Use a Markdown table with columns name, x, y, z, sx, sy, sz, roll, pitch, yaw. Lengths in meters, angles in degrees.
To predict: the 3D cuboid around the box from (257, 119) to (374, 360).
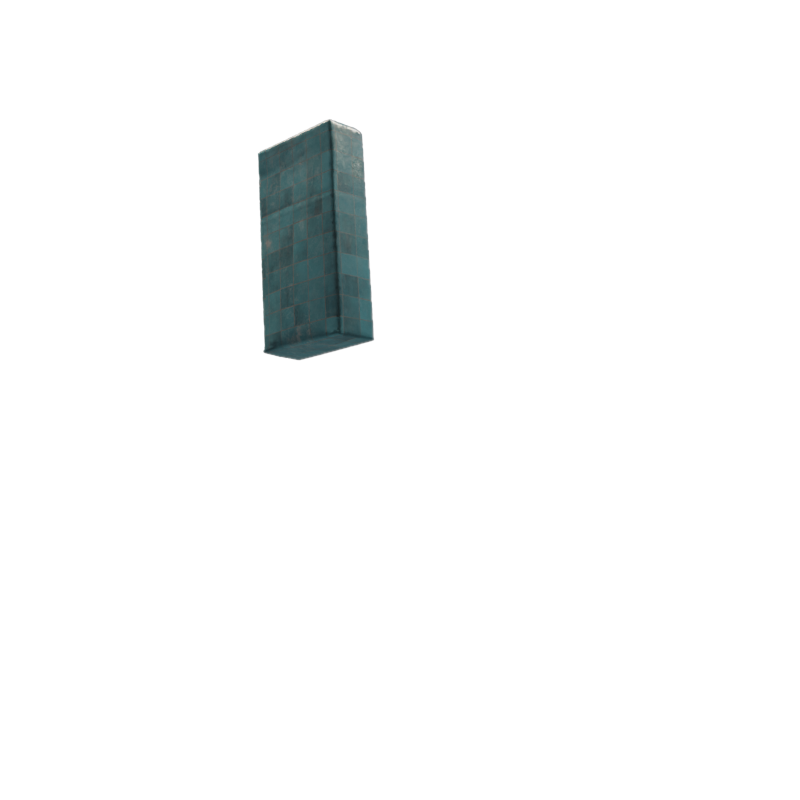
| name | x | y | z | sx | sy | sz | roll | pitch | yaw |
| --- | --- | --- | --- | --- | --- | --- | --- | --- | --- |
| box | -0.070 | -0.128 | 0.893 | 0.045 | 0.184 | 0.095 | 15 | -23 | -43 |
